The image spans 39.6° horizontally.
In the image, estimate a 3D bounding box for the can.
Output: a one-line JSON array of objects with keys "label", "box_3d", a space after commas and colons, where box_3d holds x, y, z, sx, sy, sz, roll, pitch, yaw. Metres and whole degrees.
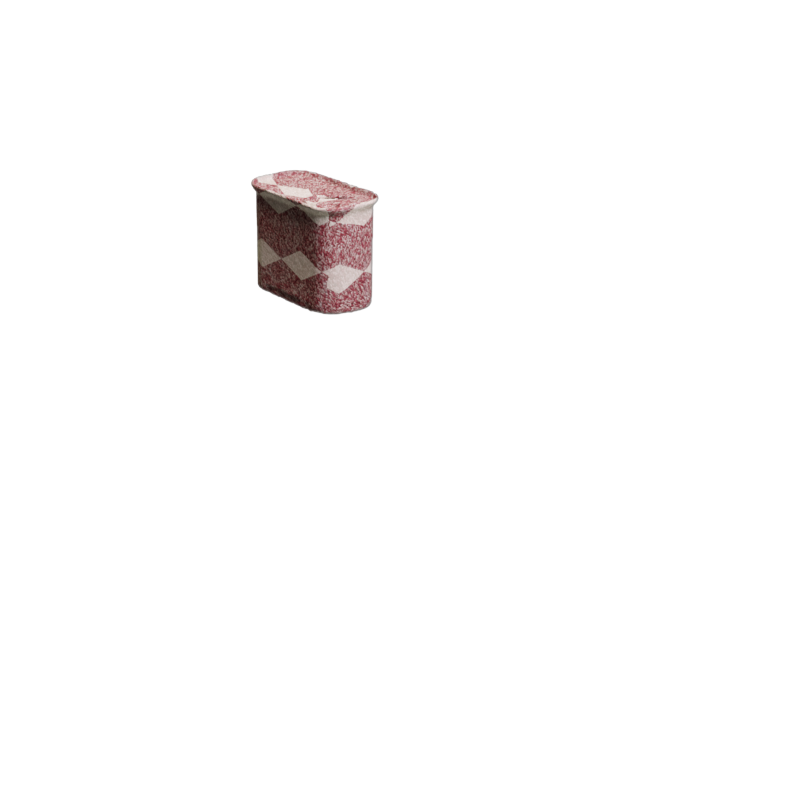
[{"label": "can", "box_3d": [-0.064, -0.118, 0.824, 0.056, 0.080, 0.109, -17, 29, -38]}]
